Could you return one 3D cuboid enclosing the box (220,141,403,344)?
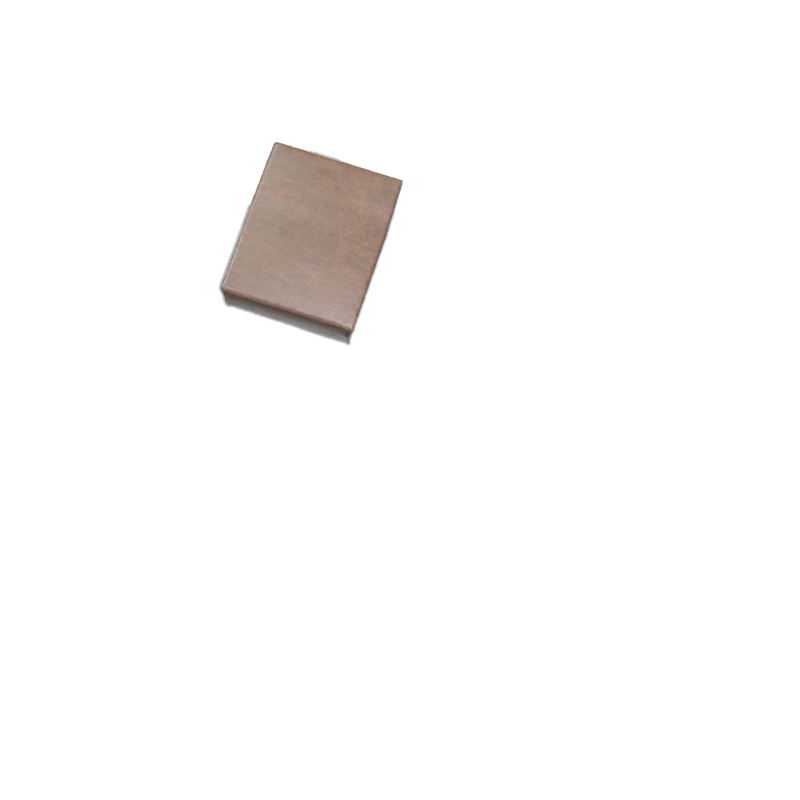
[{"bbox_3d":[-0.057,-0.104,0.726,0.091,0.117,0.037,16,-18,5],"label":"box"}]
